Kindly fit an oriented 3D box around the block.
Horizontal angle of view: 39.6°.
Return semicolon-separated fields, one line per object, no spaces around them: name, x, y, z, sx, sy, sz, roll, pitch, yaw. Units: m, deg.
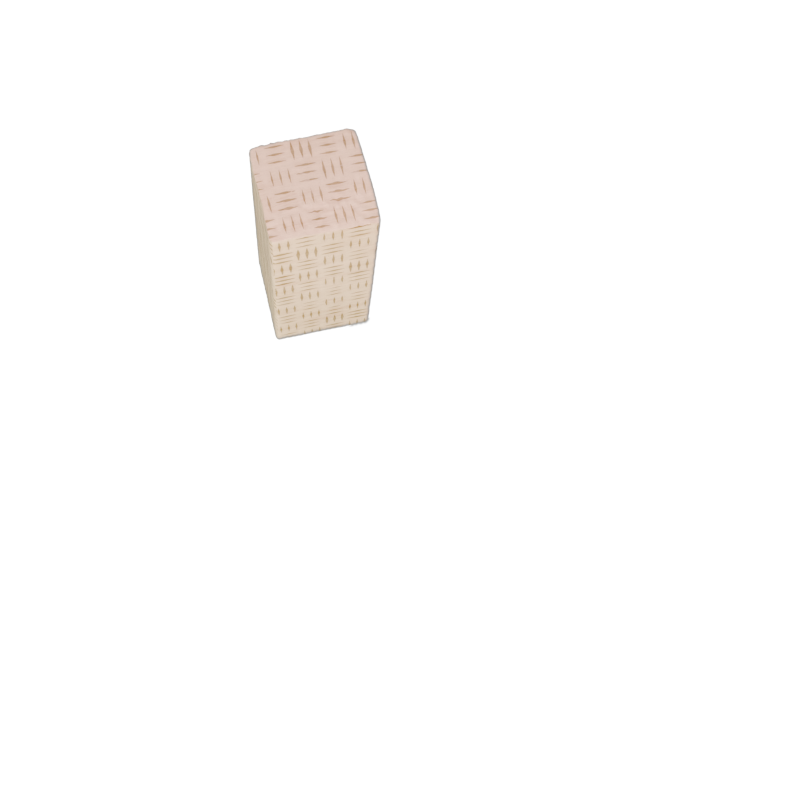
block;-0.075;-0.138;0.962;0.090;0.095;0.196;-12;-19;-8
